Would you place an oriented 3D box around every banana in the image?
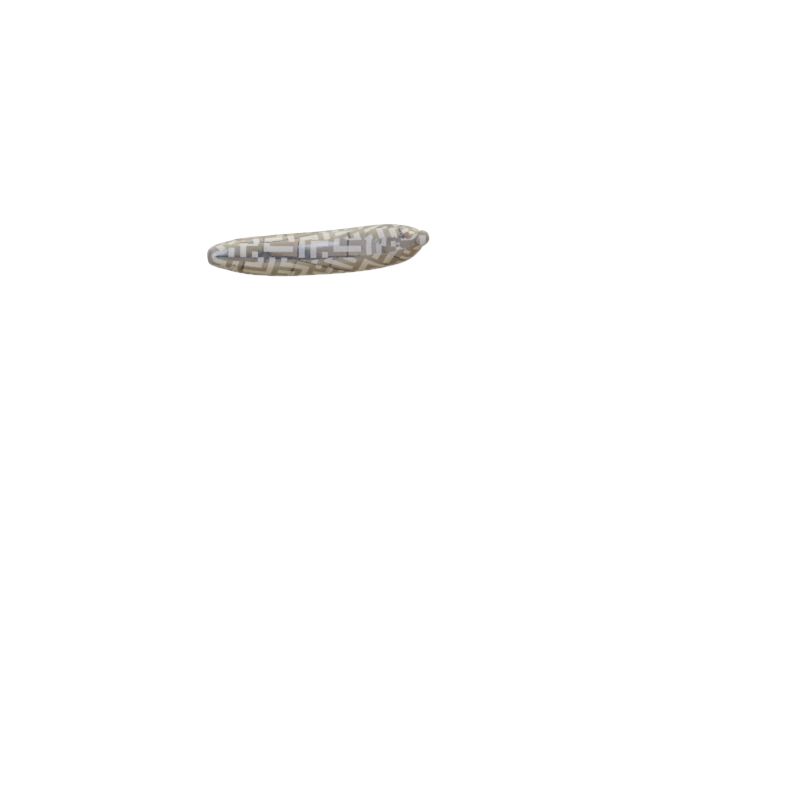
[{"bbox_3d":[-0.064,-0.130,0.945,0.202,0.038,0.066,-4,-13,19],"label":"banana"}]
